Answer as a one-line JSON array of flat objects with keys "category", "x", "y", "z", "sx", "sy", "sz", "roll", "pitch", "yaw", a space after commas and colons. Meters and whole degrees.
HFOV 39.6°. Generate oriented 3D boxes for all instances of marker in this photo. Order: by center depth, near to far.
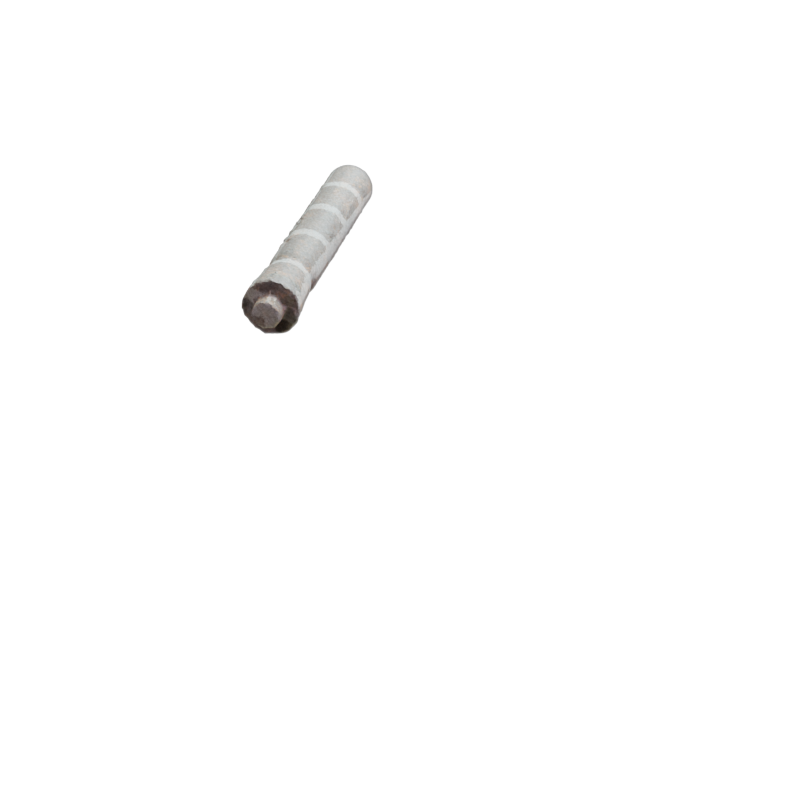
[{"category": "marker", "x": -0.031, "y": -0.056, "z": 0.393, "sx": 0.020, "sy": 0.019, "sz": 0.126, "roll": 0, "pitch": 29, "yaw": 11}]
